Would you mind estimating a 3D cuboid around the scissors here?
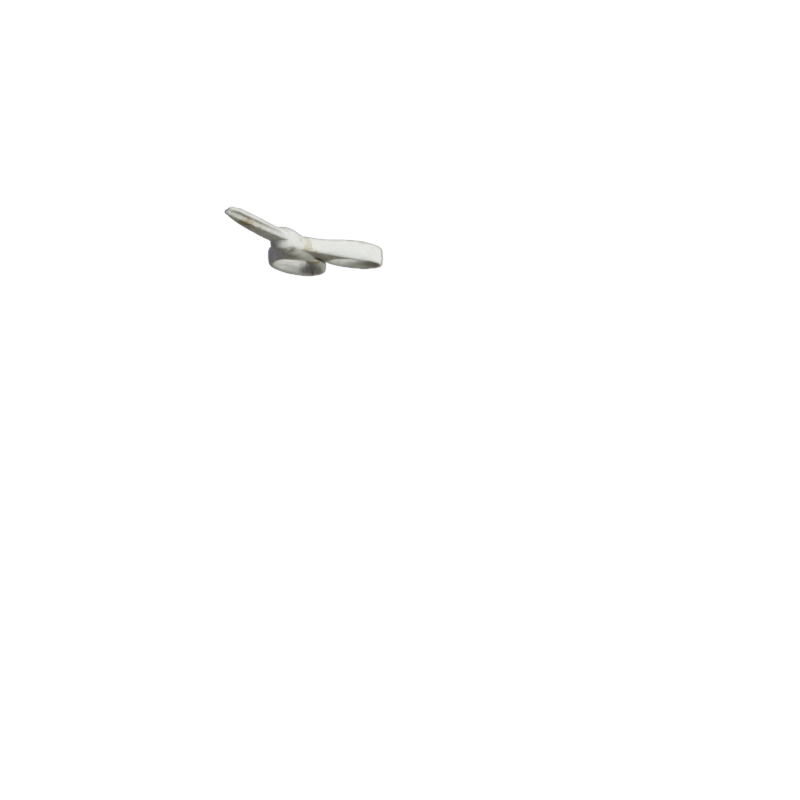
[{"bbox_3d":[-0.061,-0.111,0.779,0.096,0.016,0.197,0,-4,1],"label":"scissors"}]
